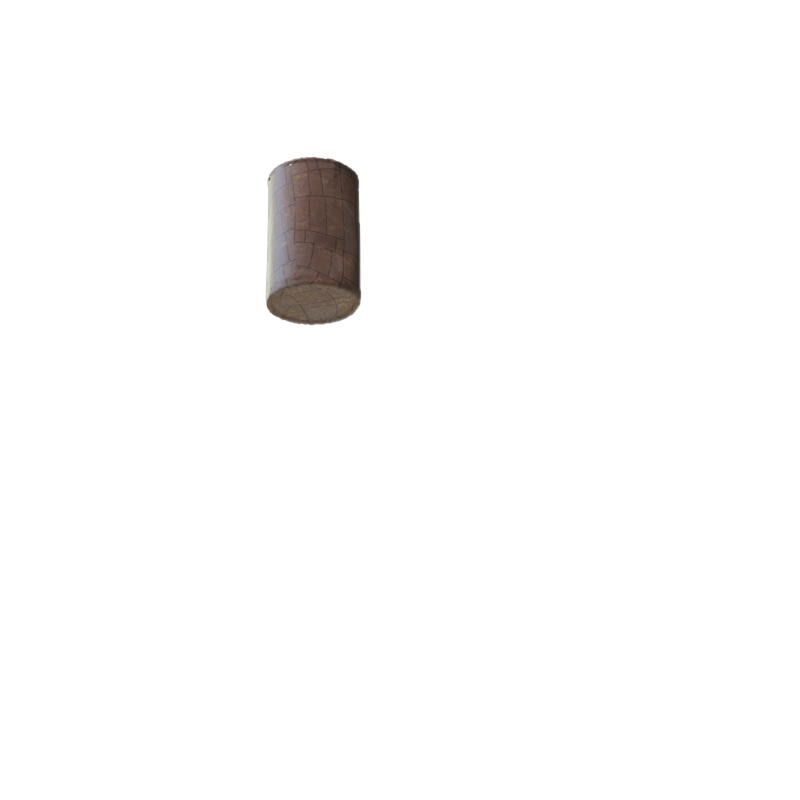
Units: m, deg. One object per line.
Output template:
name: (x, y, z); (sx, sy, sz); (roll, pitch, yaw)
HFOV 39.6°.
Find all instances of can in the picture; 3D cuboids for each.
can: (-0.062, -0.113, 0.795); (0.068, 0.108, 0.065); (0, -26, -2)
